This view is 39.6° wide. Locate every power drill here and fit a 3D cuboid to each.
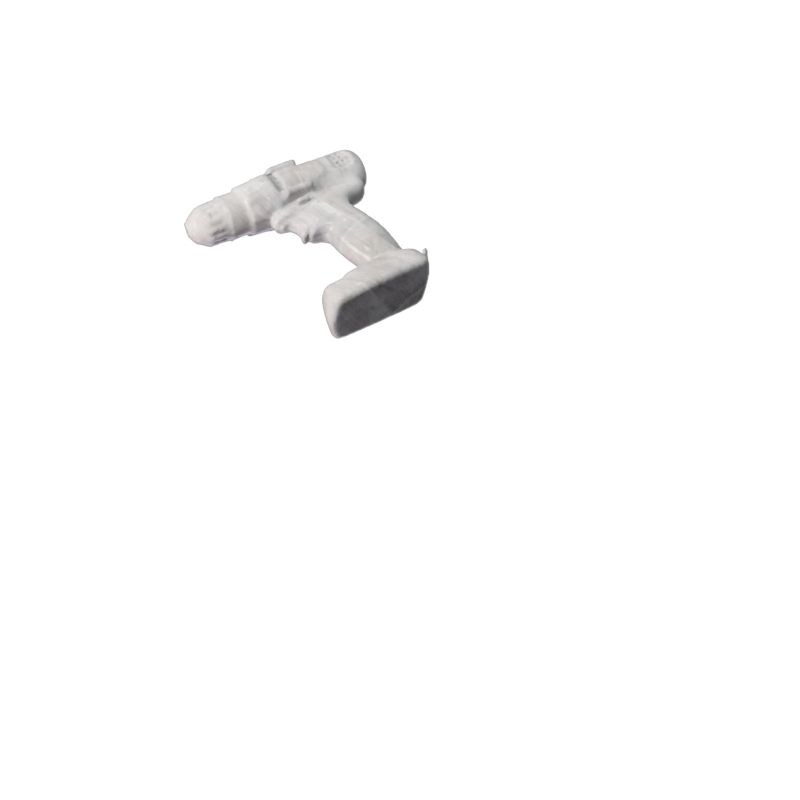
[{"bbox_3d":[-0.078,-0.142,0.996,0.183,0.202,0.053,-25,-36,-20],"label":"power drill"}]
